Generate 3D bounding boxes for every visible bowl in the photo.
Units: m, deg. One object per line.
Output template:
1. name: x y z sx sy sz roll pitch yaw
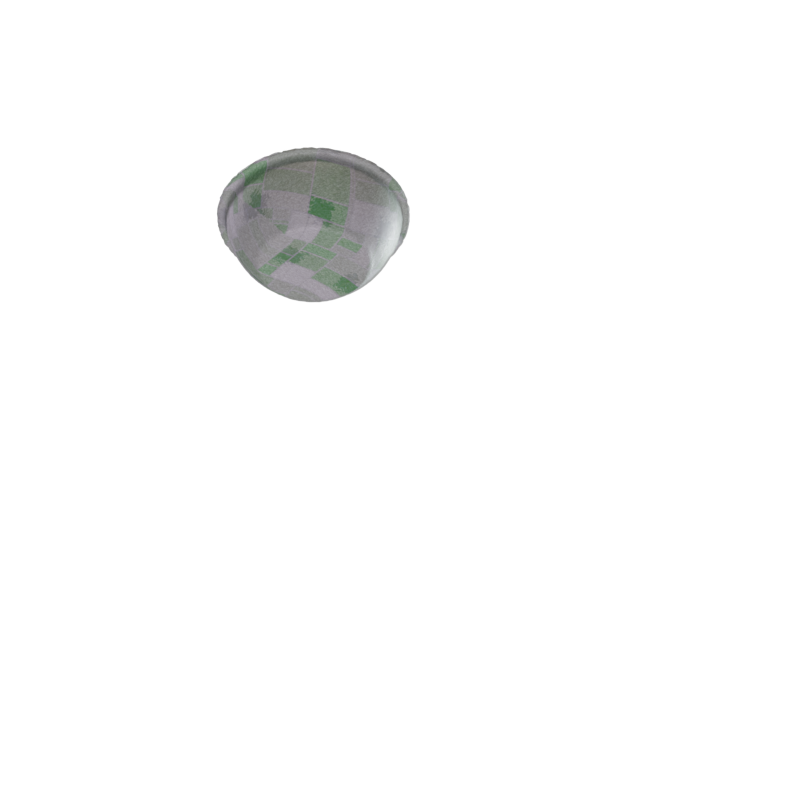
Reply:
1. bowl: -0.071 -0.130 0.909 0.162 0.059 0.151 1 -39 -1
